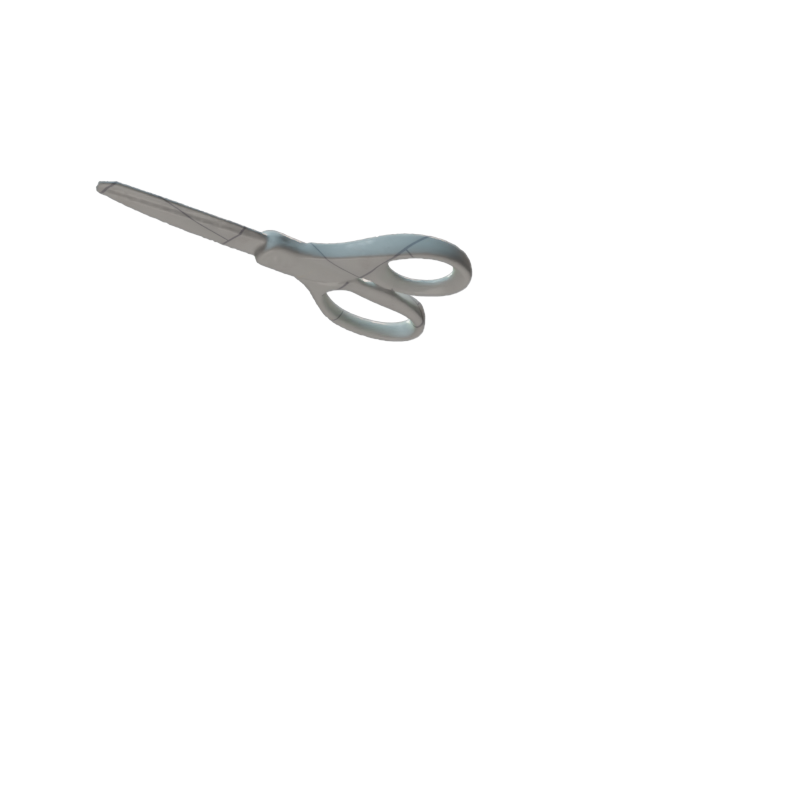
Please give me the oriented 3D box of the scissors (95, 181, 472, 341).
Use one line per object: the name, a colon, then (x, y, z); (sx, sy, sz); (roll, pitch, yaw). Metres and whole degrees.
scissors: (-0.043, -0.079, 0.554); (0.096, 0.017, 0.188); (-23, -37, 34)
